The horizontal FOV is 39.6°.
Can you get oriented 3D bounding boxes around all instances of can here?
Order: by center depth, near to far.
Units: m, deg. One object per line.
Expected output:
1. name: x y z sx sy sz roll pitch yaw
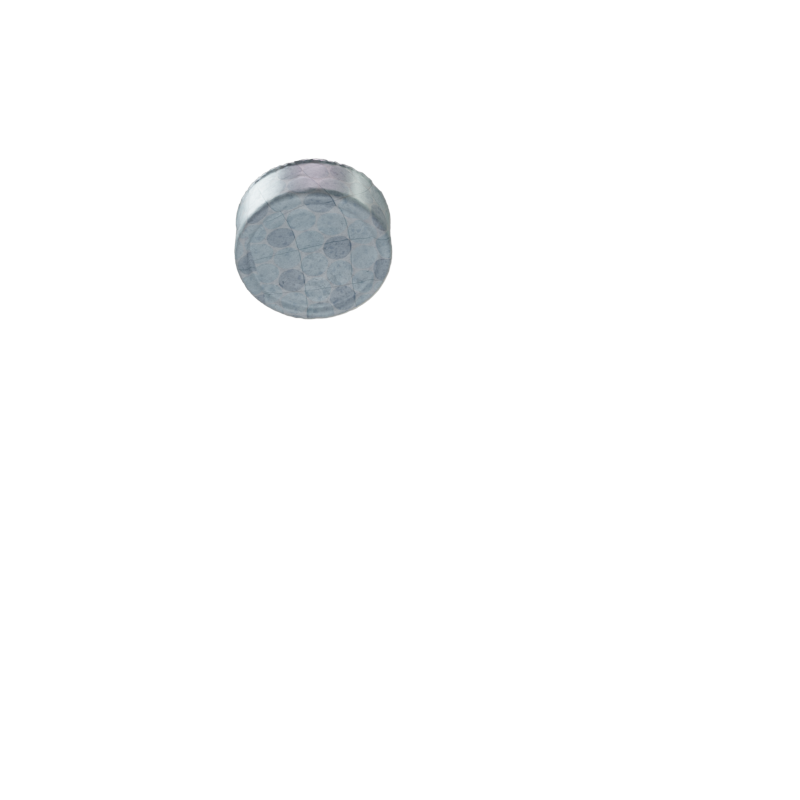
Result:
1. can: -0.047 -0.086 0.600 0.086 0.080 0.036 1 39 -1
